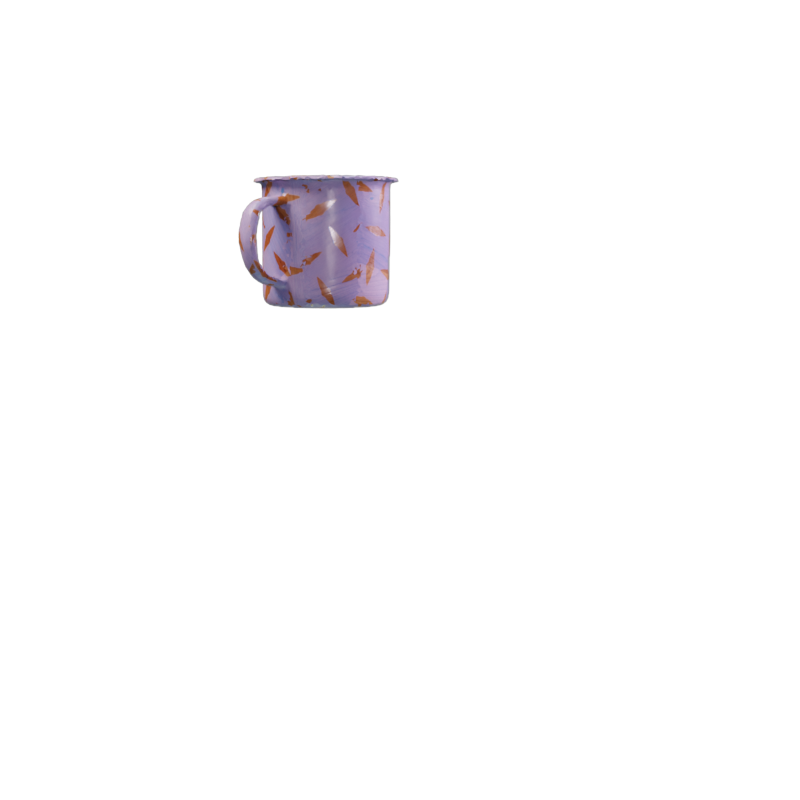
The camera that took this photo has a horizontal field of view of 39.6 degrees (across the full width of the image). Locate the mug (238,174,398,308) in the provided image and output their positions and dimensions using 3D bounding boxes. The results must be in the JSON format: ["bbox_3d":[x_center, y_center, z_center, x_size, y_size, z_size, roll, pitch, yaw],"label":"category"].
[{"bbox_3d":[-0.055,-0.101,0.704,0.097,0.081,0.113,5,7,40],"label":"mug"}]
